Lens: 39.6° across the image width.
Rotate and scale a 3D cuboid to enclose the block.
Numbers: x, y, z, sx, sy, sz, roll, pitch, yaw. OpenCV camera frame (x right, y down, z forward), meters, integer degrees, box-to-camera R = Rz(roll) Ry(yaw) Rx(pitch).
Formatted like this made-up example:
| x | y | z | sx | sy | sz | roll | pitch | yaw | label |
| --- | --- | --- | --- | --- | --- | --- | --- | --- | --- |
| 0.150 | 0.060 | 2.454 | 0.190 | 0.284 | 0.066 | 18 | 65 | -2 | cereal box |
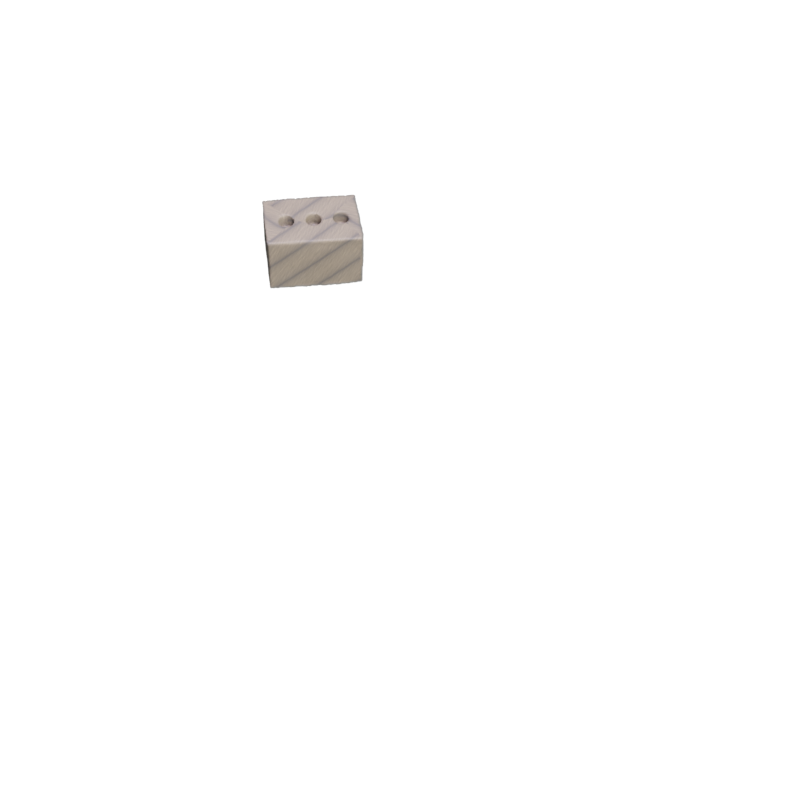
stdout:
| x | y | z | sx | sy | sz | roll | pitch | yaw | label |
| --- | --- | --- | --- | --- | --- | --- | --- | --- | --- |
| -0.070 | -0.128 | 0.894 | 0.077 | 0.057 | 0.048 | -5 | -43 | -6 | block |
